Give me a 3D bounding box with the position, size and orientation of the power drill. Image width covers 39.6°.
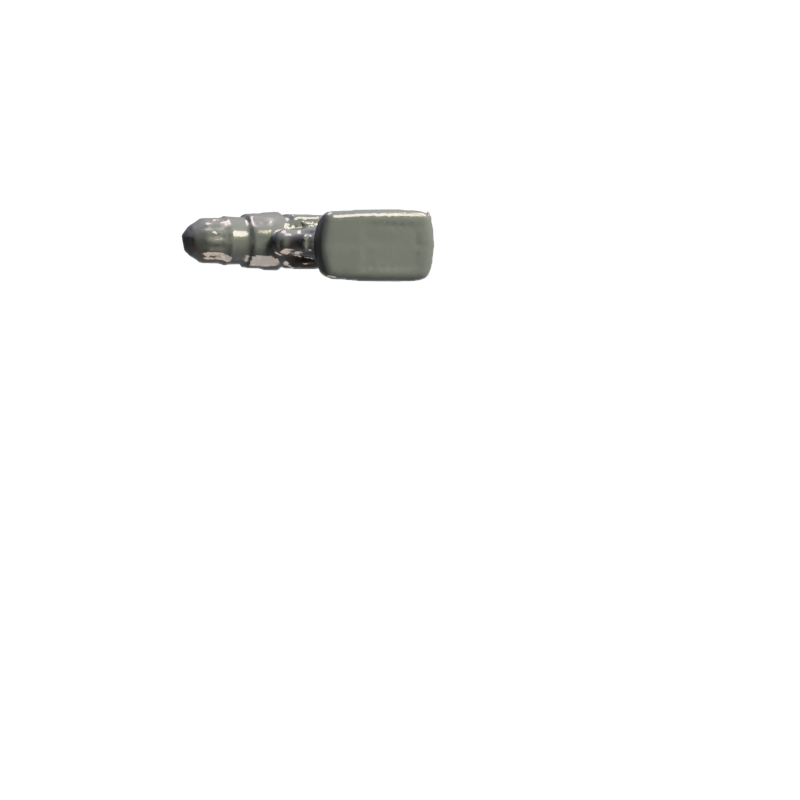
[{"bbox_3d":[-0.073,-0.134,0.937,0.179,0.056,0.196,-5,11,-27],"label":"power drill"}]
